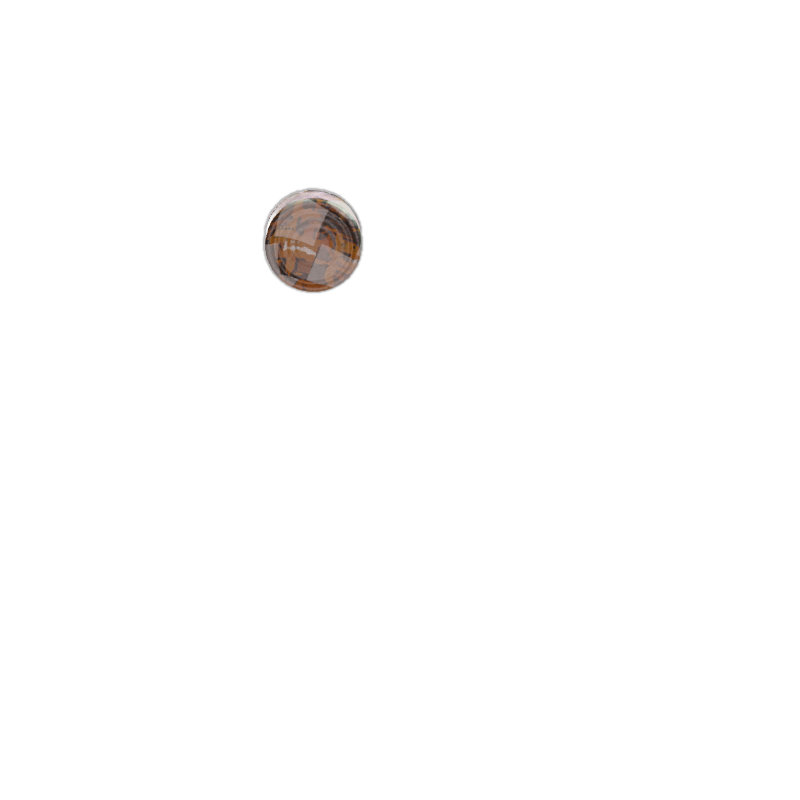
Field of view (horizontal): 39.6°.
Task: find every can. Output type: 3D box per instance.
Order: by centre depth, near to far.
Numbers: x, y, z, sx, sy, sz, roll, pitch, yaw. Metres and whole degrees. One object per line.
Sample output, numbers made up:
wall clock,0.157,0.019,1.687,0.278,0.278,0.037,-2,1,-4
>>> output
can,-0.075,-0.137,0.963,0.086,0.083,0.035,0,18,-1
